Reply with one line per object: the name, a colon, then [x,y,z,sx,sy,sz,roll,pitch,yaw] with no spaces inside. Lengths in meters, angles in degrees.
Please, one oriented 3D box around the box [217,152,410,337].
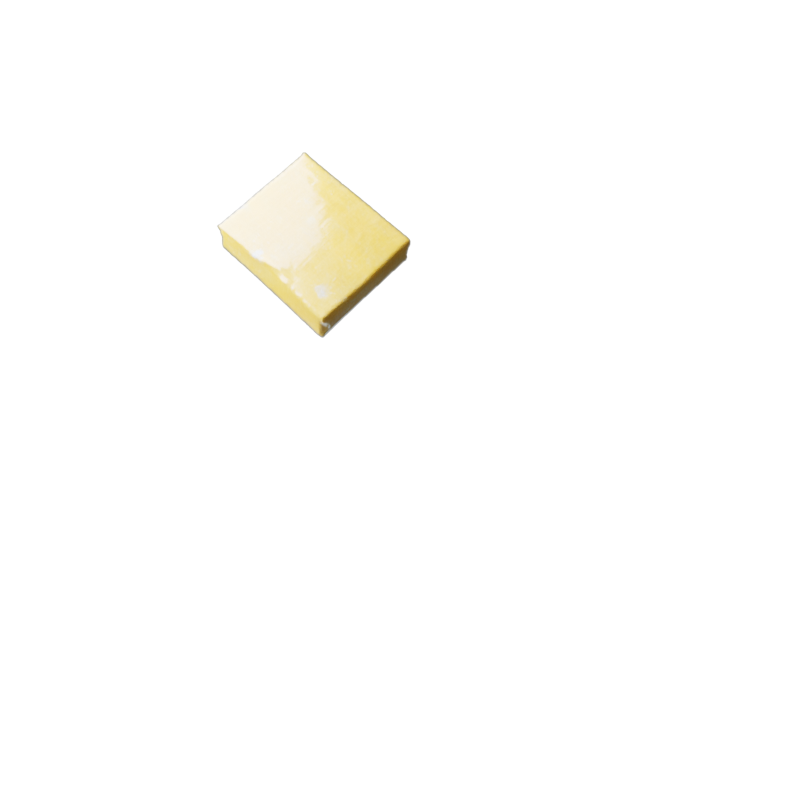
box: [-0.051,-0.093,0.653,0.093,0.074,0.028,42,-19,18]
